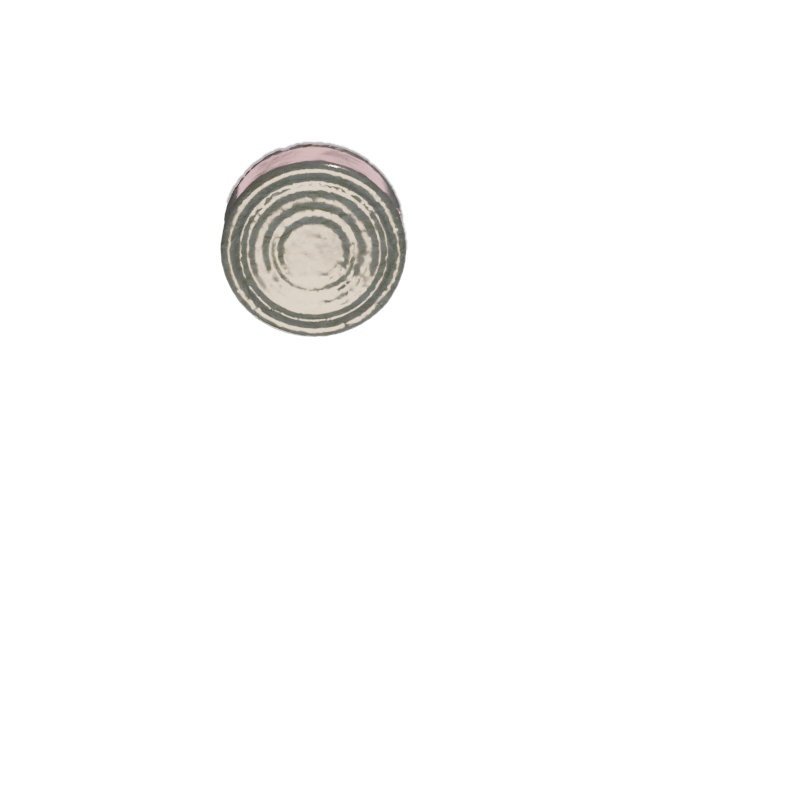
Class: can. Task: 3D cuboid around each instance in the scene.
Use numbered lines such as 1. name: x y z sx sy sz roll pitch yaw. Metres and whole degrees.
1. can: -0.040 -0.073 0.514 0.086 0.082 0.035 0 21 -1
